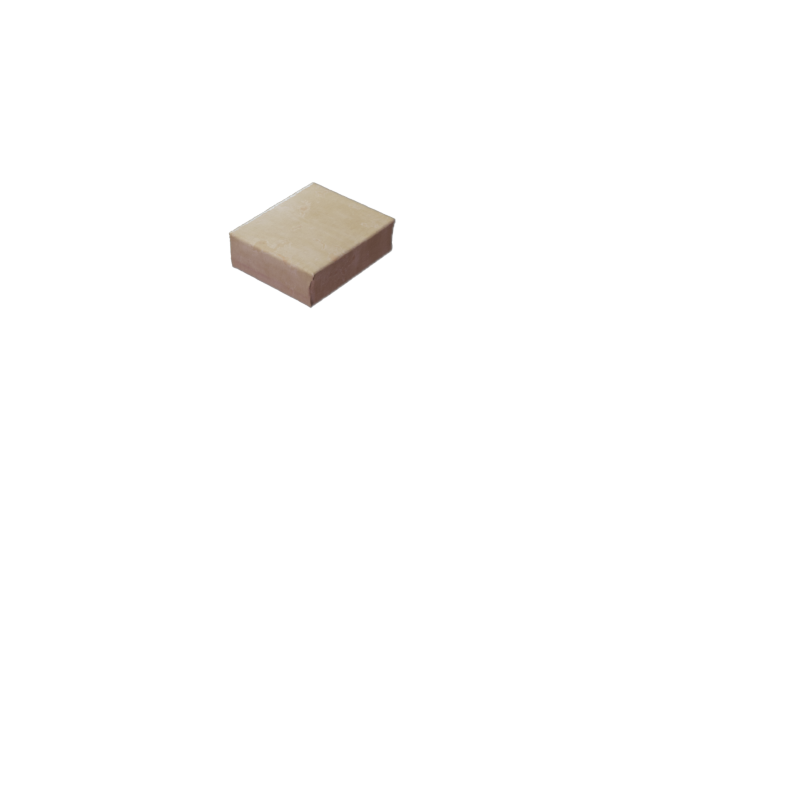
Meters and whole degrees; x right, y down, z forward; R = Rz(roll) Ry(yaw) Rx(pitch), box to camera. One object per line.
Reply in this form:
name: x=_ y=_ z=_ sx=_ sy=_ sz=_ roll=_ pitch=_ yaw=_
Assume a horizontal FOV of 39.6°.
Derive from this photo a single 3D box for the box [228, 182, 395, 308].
box: x=-0.072 y=-0.131 z=0.918 sx=0.095 sy=0.036 sz=0.115 roll=26 pitch=46 yaw=27
